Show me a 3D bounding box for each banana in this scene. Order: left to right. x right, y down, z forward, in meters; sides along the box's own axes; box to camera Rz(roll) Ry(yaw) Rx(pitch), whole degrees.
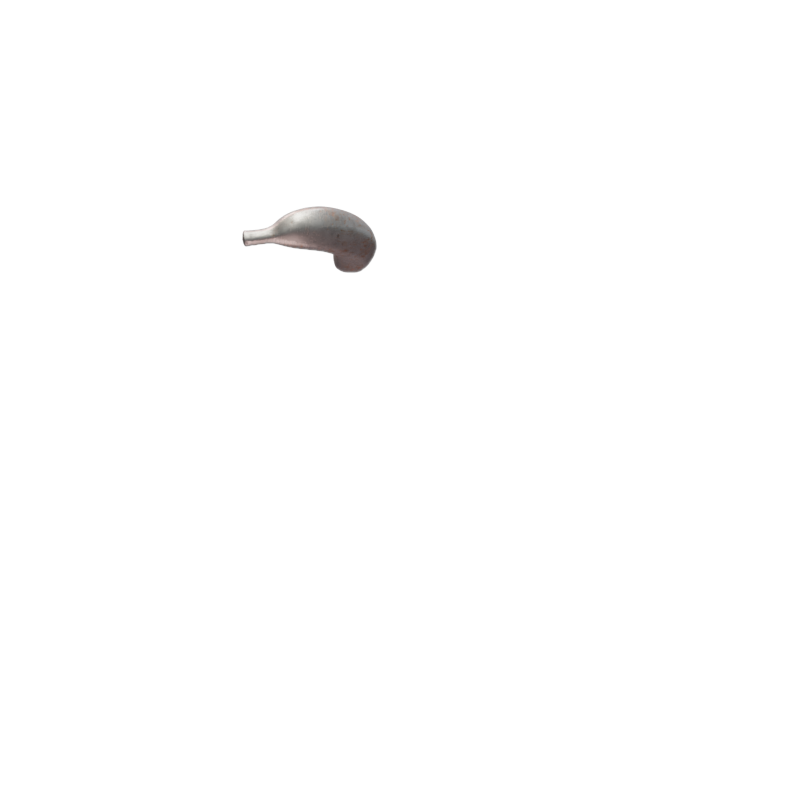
[{"bbox_3d":[-0.057,-0.133,0.921,0.071,0.037,0.190,-2,-3,22],"label":"banana"}]
